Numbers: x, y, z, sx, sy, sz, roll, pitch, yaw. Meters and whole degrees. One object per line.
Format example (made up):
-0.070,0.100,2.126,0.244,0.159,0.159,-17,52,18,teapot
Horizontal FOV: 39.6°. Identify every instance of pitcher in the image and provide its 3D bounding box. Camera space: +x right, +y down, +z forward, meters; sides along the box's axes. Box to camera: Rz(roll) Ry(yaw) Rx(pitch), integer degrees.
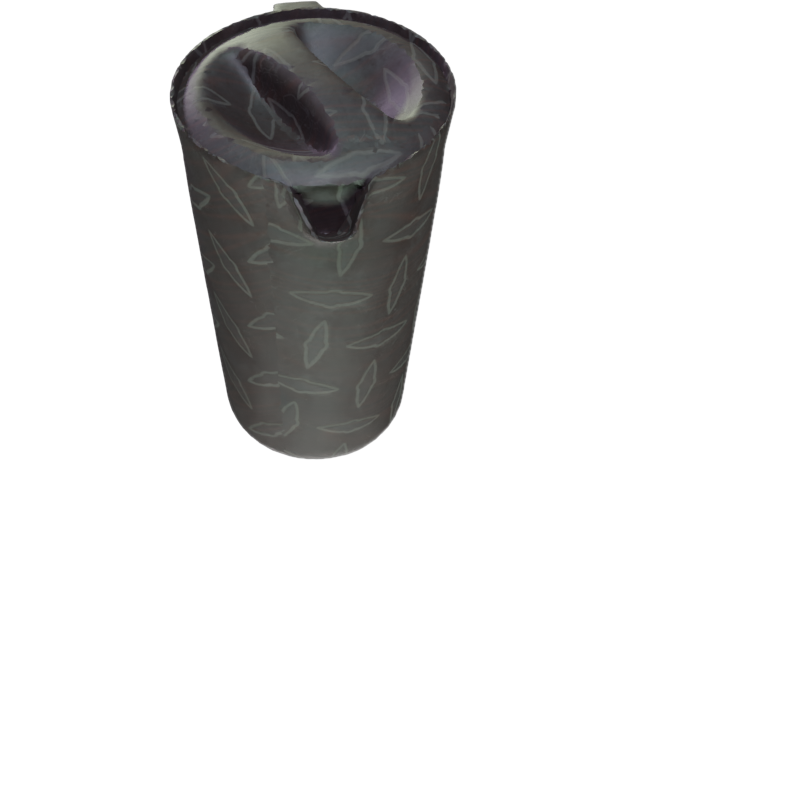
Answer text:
-0.047,-0.086,0.604,0.152,0.226,0.152,30,54,21,pitcher
